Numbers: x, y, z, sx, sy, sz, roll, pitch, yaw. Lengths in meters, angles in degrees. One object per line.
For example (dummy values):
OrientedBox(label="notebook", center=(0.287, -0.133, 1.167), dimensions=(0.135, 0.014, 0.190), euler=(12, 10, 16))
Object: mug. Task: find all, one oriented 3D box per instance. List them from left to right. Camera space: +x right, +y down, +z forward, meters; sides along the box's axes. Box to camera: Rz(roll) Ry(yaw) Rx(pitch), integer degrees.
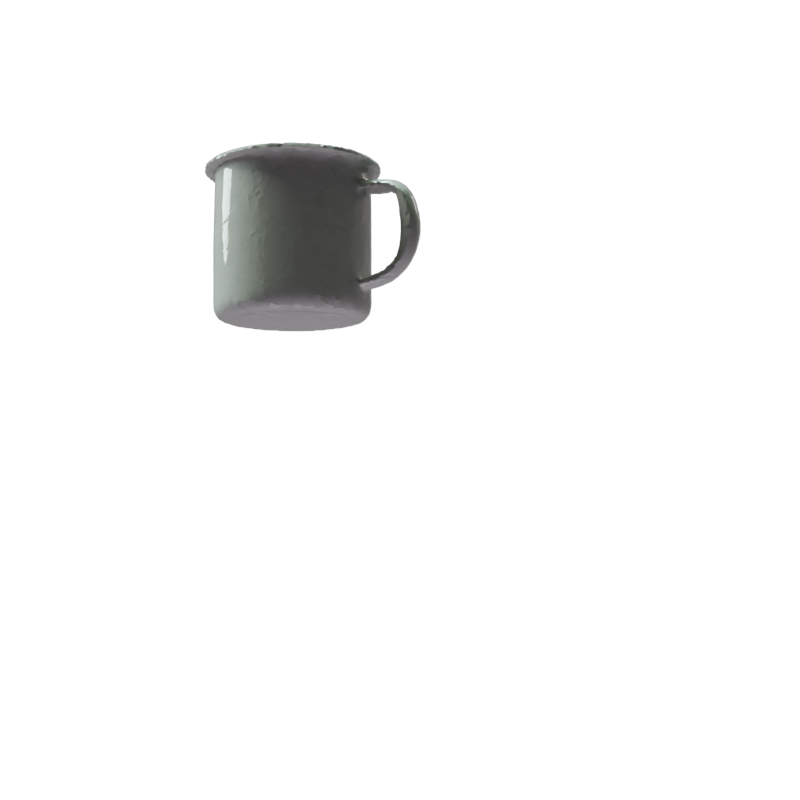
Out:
OrientedBox(label="mug", center=(-0.045, -0.082, 0.573), dimensions=(0.120, 0.084, 0.089), euler=(-4, -9, 23))
